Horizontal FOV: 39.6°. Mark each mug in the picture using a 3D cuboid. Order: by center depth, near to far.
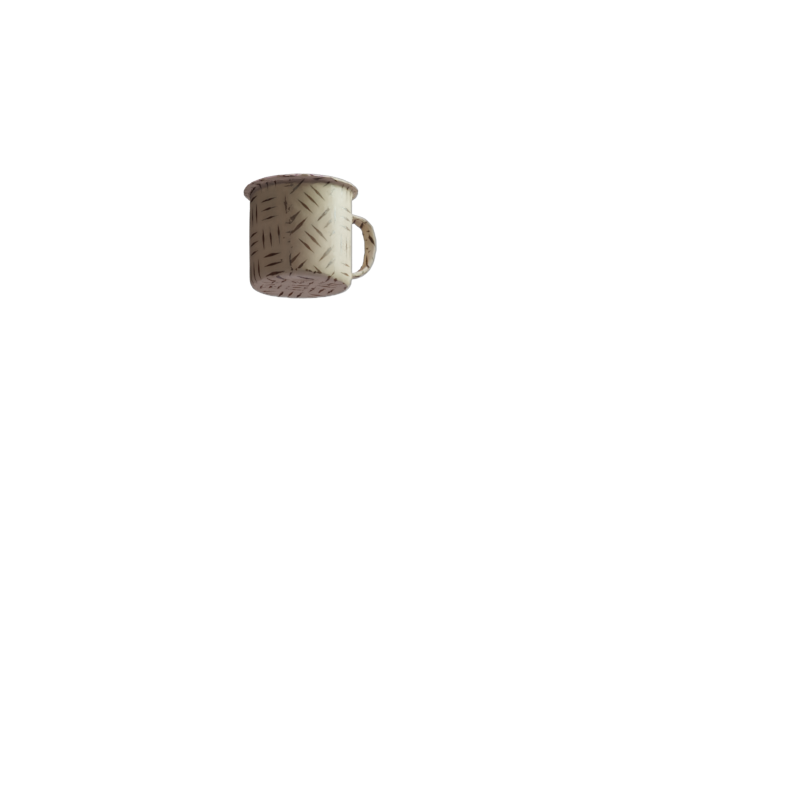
[{"bbox_3d":[-0.070,-0.127,0.892,0.112,0.084,0.095,7,-13,-35],"label":"mug"}]
